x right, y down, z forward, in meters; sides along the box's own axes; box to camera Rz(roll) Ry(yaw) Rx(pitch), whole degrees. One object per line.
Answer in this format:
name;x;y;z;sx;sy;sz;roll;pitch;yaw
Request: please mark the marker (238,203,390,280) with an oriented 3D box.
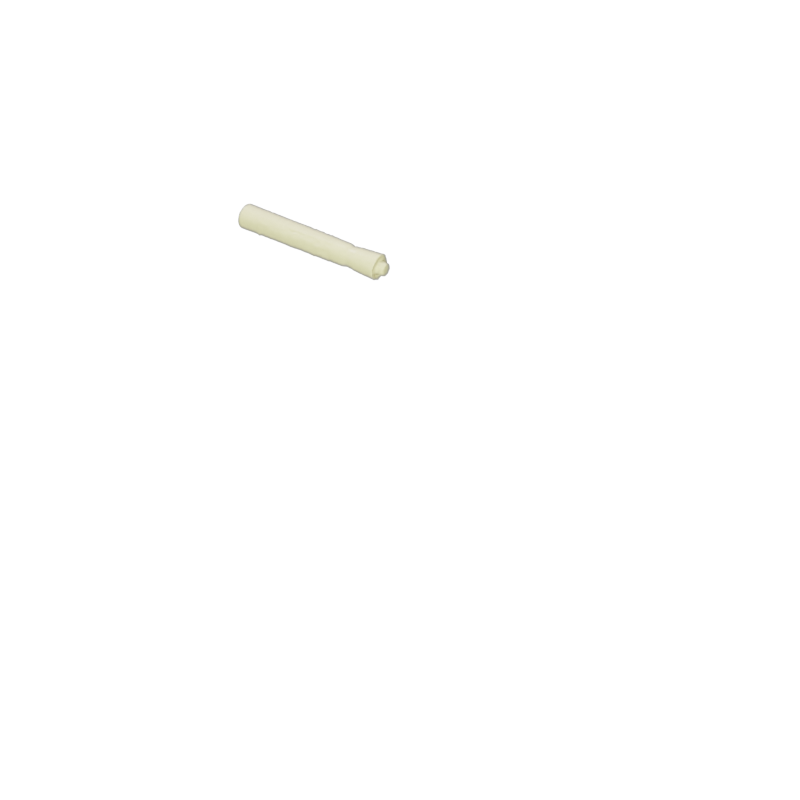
marker;-0.060;-0.110;0.772;0.128;0.019;0.019;24;15;28
